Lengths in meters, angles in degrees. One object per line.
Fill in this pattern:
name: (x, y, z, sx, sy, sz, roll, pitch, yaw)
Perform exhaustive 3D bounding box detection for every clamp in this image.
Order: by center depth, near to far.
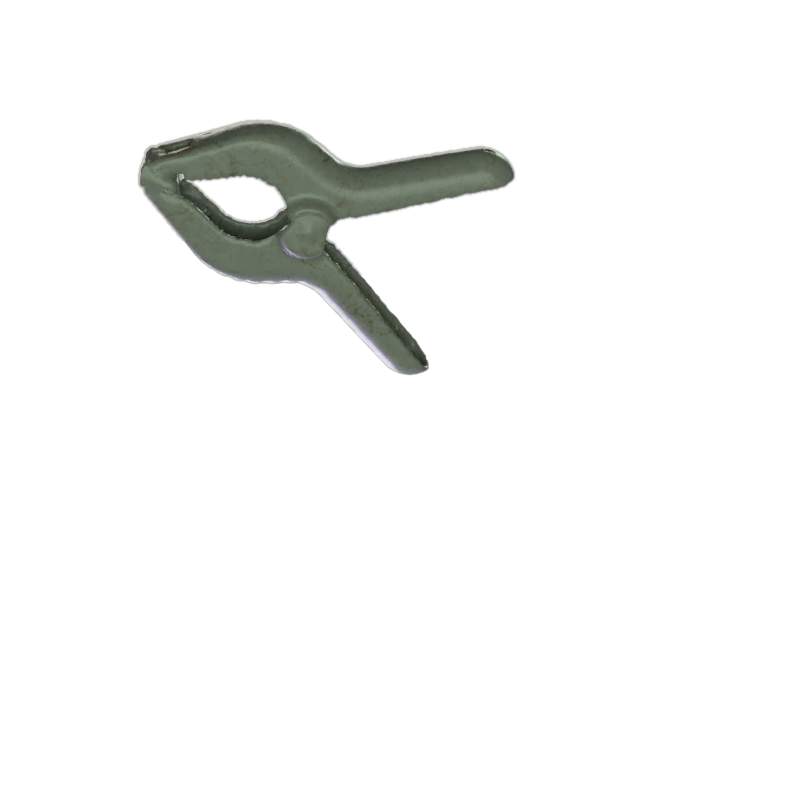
clamp: (-0.041, -0.076, 0.529, 0.170, 0.116, 0.041, 11, 17, -3)
